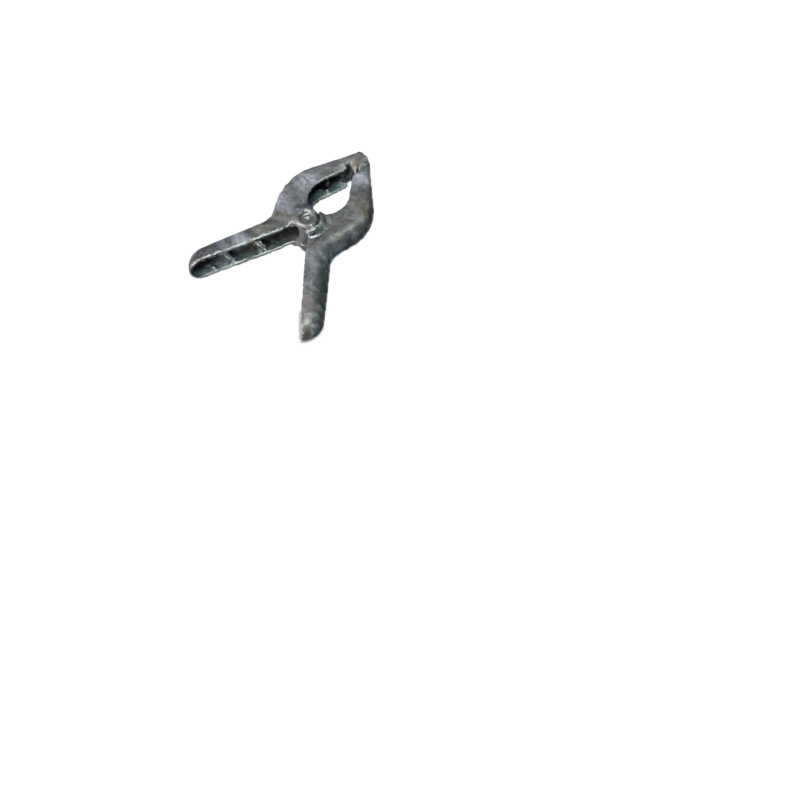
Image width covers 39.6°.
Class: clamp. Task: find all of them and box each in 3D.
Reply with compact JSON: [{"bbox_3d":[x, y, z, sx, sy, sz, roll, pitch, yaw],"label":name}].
[{"bbox_3d":[-0.068,-0.125,0.872,0.126,0.174,0.037,39,-21,17],"label":"clamp"}]
